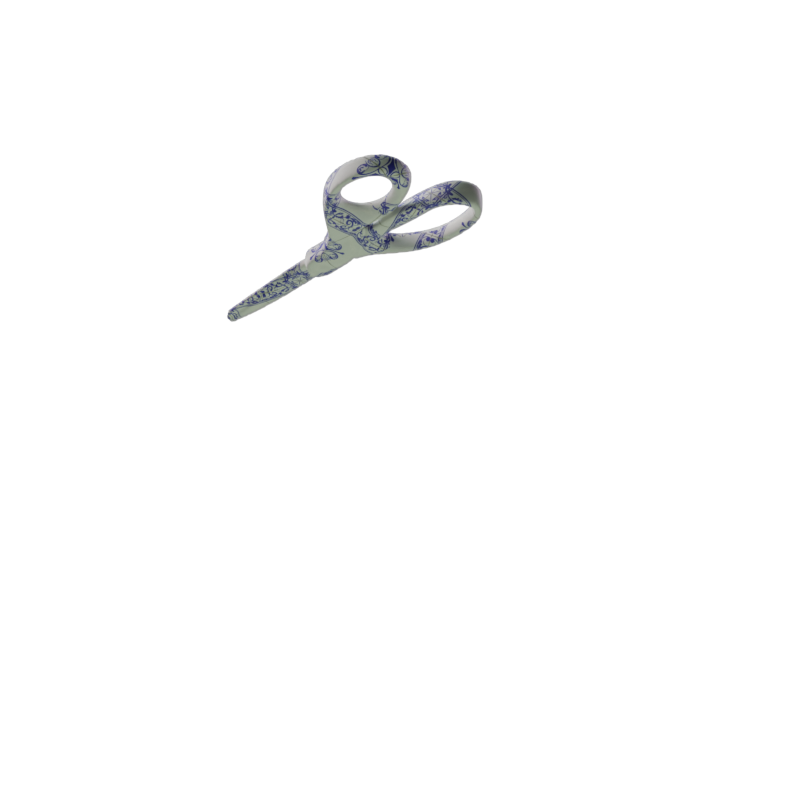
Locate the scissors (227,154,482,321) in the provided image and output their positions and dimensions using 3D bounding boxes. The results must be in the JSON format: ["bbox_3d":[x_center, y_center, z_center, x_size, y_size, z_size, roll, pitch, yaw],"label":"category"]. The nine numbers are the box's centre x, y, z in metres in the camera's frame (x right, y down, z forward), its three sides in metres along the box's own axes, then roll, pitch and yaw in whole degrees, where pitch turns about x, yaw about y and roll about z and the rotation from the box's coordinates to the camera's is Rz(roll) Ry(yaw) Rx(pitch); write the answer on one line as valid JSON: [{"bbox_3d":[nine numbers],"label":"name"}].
[{"bbox_3d":[-0.050,-0.092,0.642,0.204,0.017,0.089,-16,-30,29],"label":"scissors"}]
